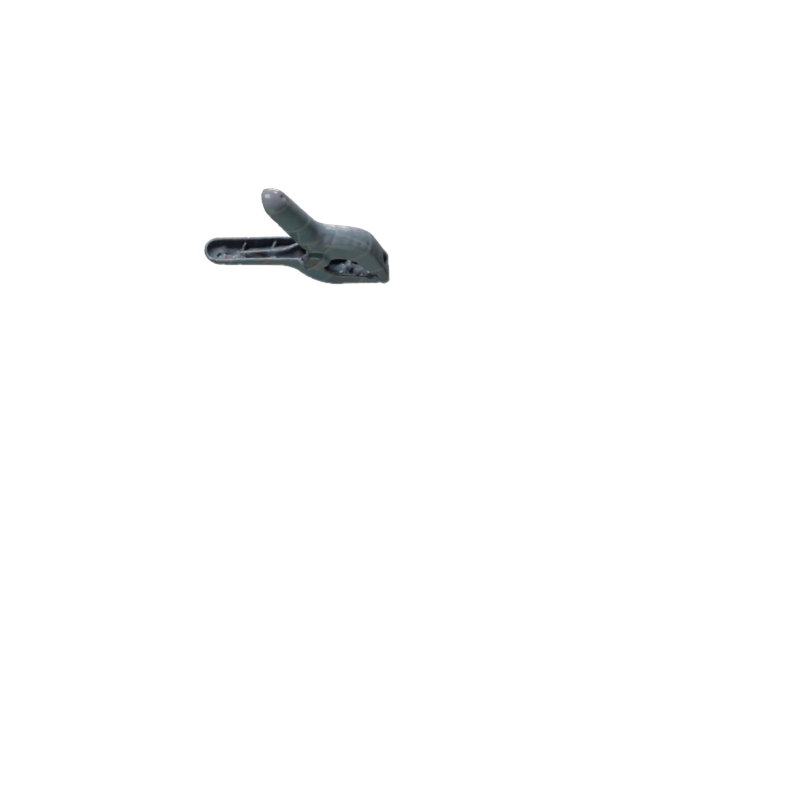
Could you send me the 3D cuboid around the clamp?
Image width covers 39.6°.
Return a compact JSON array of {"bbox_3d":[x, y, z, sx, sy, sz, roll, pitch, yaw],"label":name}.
[{"bbox_3d":[-0.078,-0.142,0.991,0.166,0.041,0.119,7,-18,-23],"label":"clamp"}]
